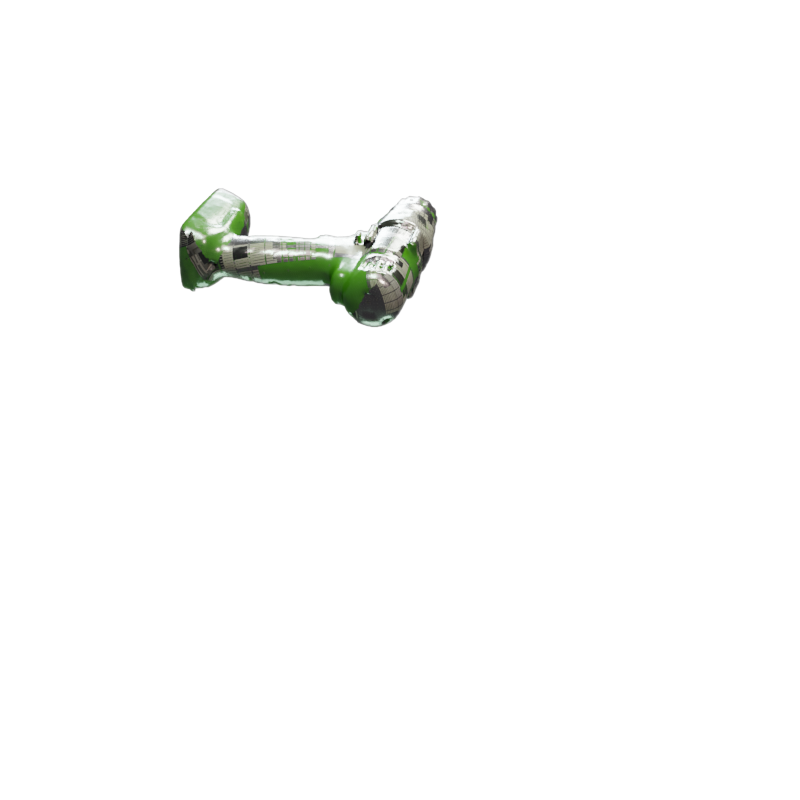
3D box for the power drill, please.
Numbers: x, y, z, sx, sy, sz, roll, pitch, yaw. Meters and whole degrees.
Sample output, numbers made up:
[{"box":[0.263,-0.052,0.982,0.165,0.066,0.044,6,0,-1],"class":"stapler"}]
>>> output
[{"box":[-0.069,-0.127,0.886,0.191,0.054,0.191,7,29,12],"class":"power drill"}]
